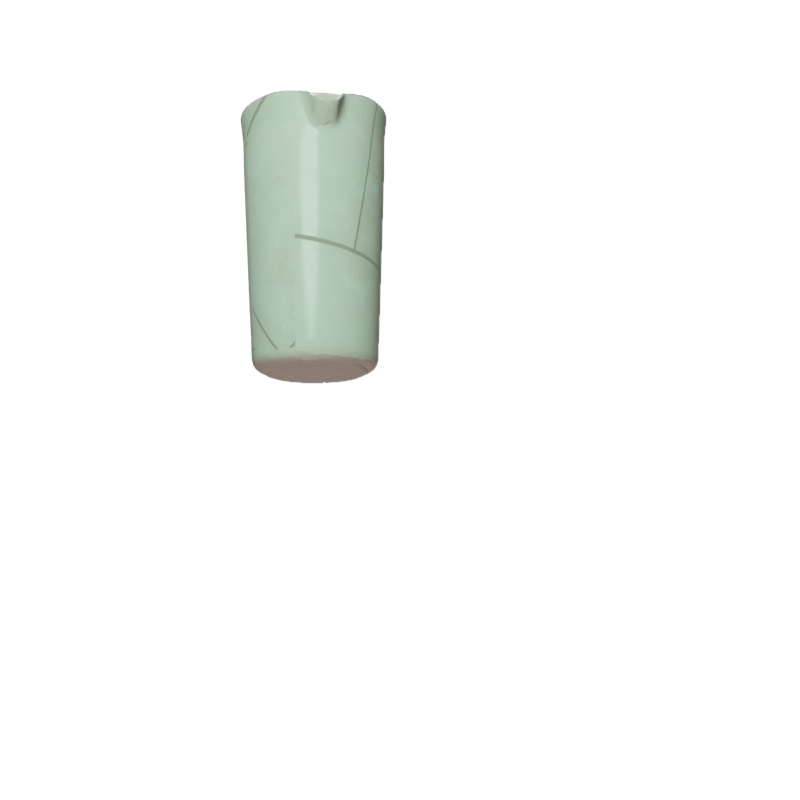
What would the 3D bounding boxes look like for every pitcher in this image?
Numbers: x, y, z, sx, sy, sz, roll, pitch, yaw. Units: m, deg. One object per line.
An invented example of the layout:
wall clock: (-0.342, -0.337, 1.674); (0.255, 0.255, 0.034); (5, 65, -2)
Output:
pitcher: (-0.077, -0.141, 0.988); (0.148, 0.253, 0.140); (-11, -19, 31)
